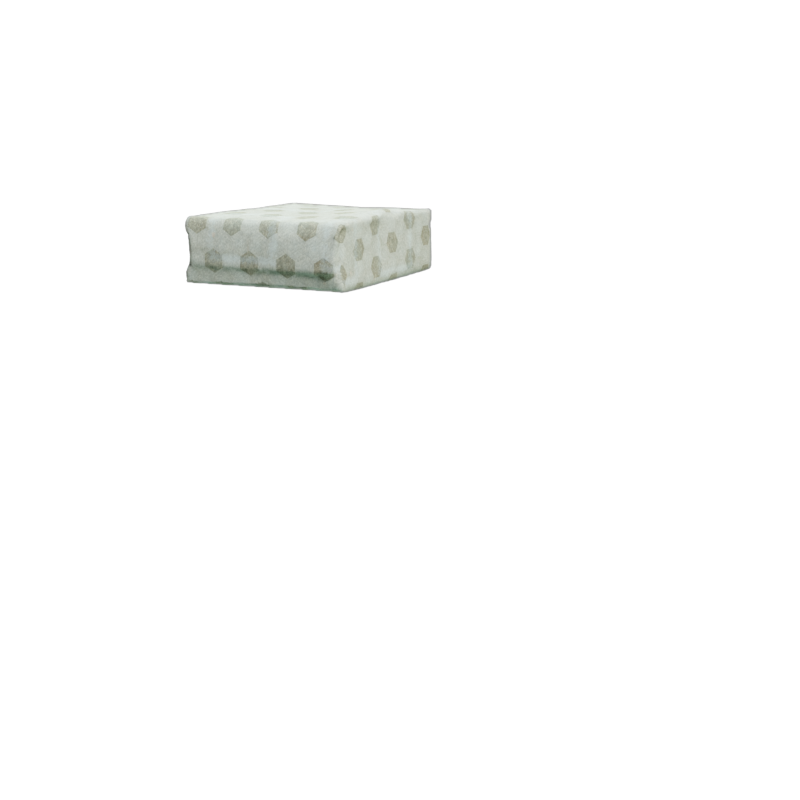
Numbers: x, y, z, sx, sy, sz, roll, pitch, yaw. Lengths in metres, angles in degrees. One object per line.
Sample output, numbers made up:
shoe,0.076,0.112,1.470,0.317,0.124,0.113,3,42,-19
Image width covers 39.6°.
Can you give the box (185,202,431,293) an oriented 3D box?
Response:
box,-0.037,-0.067,0.471,0.076,0.029,0.088,7,15,26
